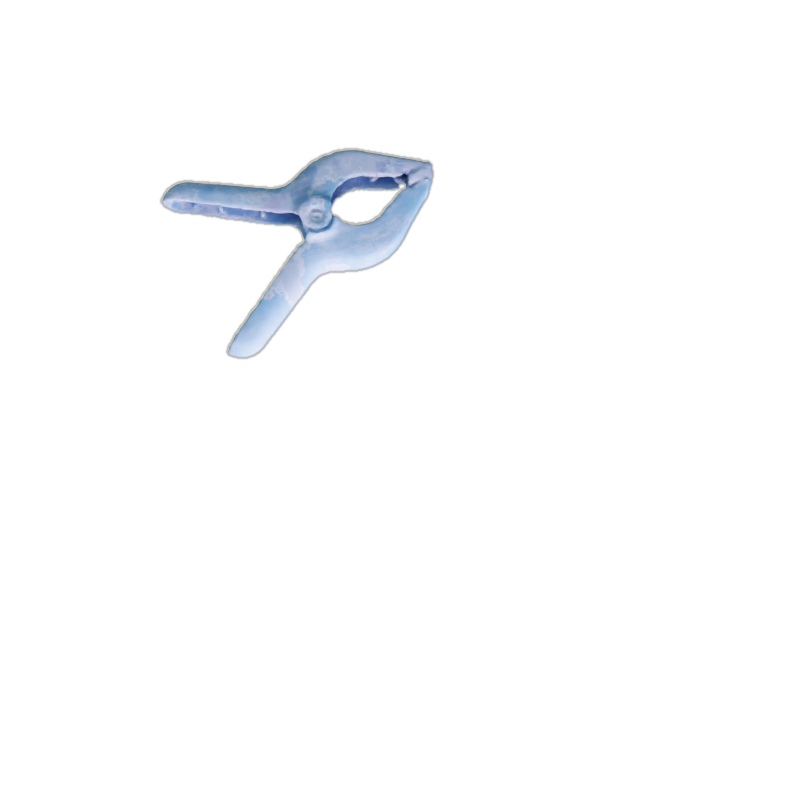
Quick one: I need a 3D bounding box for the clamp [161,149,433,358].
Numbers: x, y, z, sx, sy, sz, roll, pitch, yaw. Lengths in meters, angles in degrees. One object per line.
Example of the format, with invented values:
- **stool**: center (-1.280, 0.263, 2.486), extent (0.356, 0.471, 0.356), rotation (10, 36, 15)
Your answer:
- **clamp**: center (-0.055, -0.100, 0.698), extent (0.171, 0.124, 0.038), rotation (-16, -10, -3)
